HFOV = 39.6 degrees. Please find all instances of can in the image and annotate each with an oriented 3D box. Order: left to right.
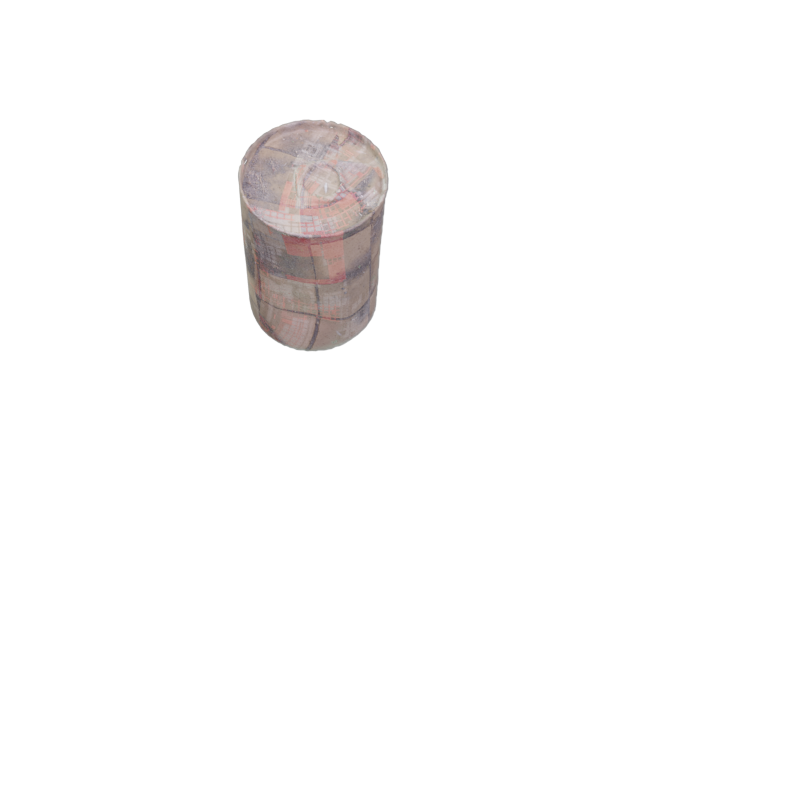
[{"bbox_3d":[-0.042,-0.077,0.538,0.068,0.073,0.096,0,-32,-3],"label":"can"}]
